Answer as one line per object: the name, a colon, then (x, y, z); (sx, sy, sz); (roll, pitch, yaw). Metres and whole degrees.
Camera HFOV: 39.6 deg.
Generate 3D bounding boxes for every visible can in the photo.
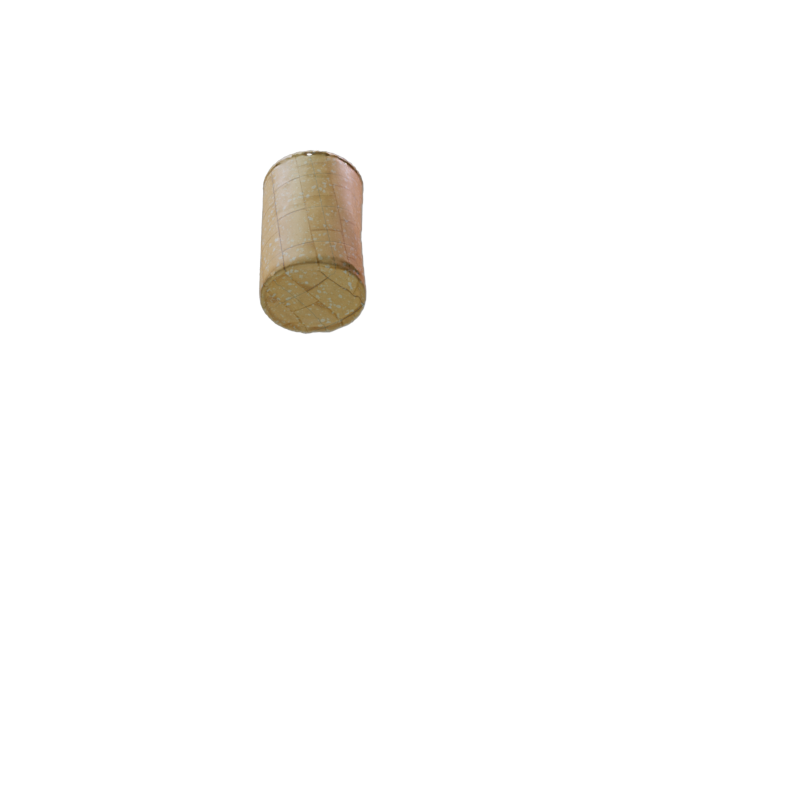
can: (-0.056, -0.101, 0.710); (0.068, 0.110, 0.064); (-1, -41, -3)
